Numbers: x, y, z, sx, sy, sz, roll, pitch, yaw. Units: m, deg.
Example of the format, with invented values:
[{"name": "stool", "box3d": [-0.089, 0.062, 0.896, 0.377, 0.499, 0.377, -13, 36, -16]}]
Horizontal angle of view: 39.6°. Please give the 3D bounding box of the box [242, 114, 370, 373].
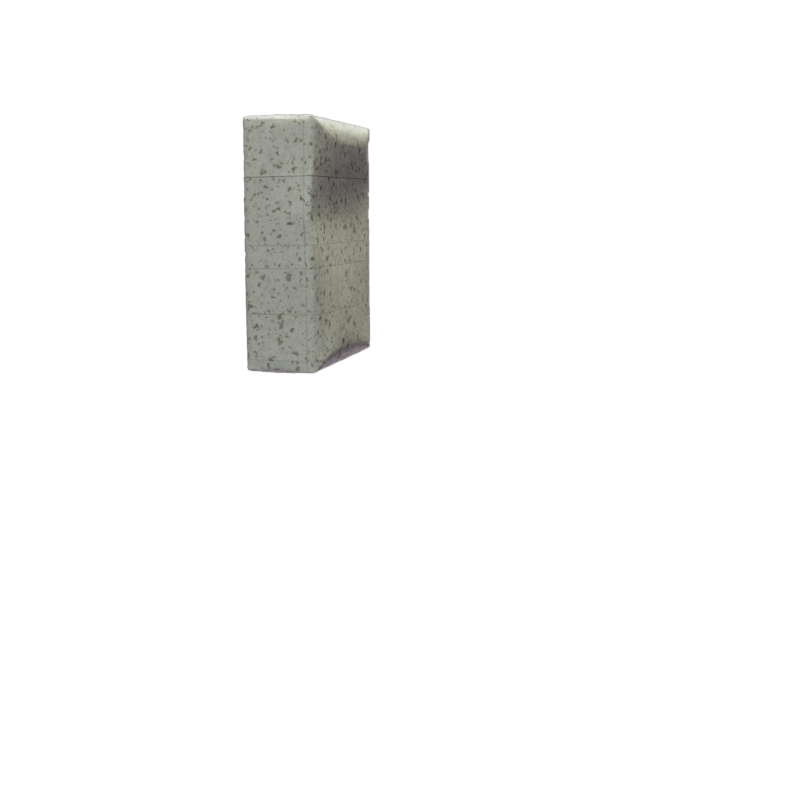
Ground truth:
[{"name": "box", "box3d": [-0.077, -0.141, 0.984, 0.073, 0.212, 0.162, 1, 5, 16]}]
